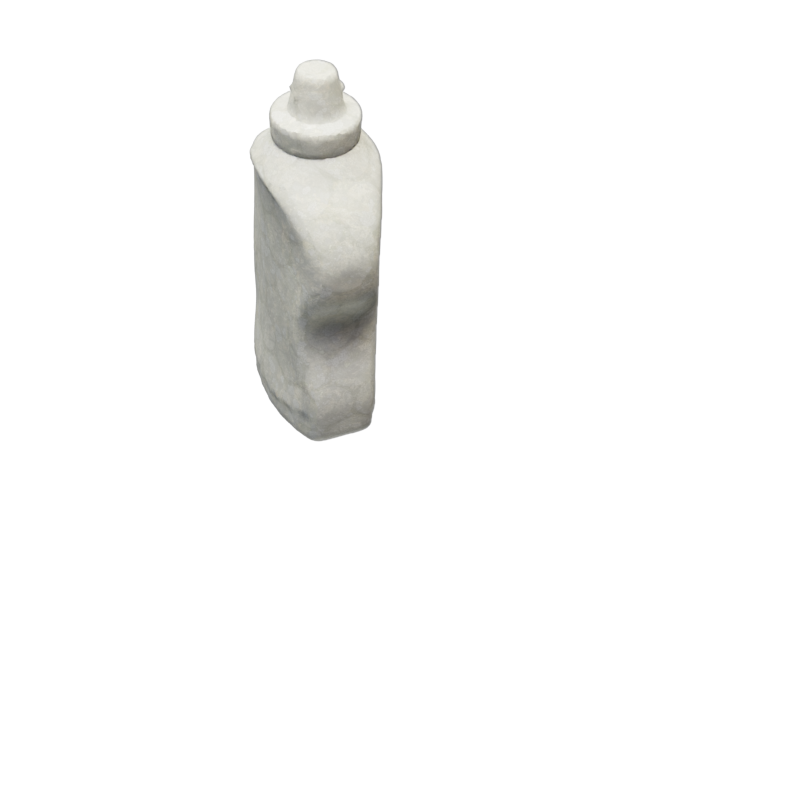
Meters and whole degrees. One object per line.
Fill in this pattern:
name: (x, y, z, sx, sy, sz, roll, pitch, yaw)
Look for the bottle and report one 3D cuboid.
bottle: (-0.041, -0.076, 0.533, 0.058, 0.179, 0.104, -11, 46, -15)
